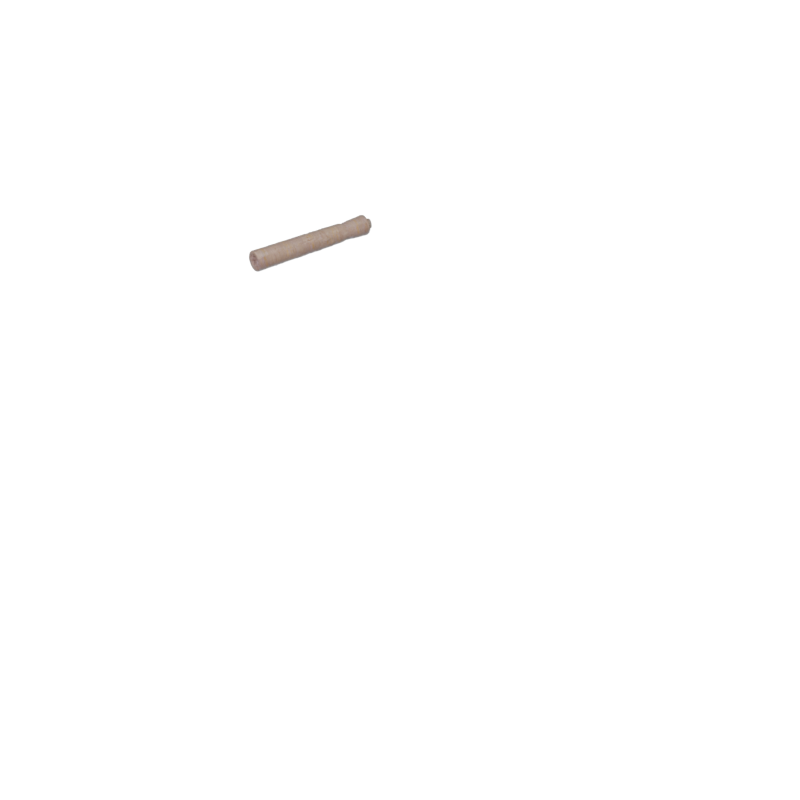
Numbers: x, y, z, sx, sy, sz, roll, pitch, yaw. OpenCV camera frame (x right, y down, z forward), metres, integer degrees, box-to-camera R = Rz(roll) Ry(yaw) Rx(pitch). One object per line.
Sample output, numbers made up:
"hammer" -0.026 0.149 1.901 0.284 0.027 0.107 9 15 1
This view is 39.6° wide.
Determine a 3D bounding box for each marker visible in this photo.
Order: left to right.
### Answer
"marker" -0.076 -0.139 0.976 0.120 0.019 0.020 -23 15 -28
